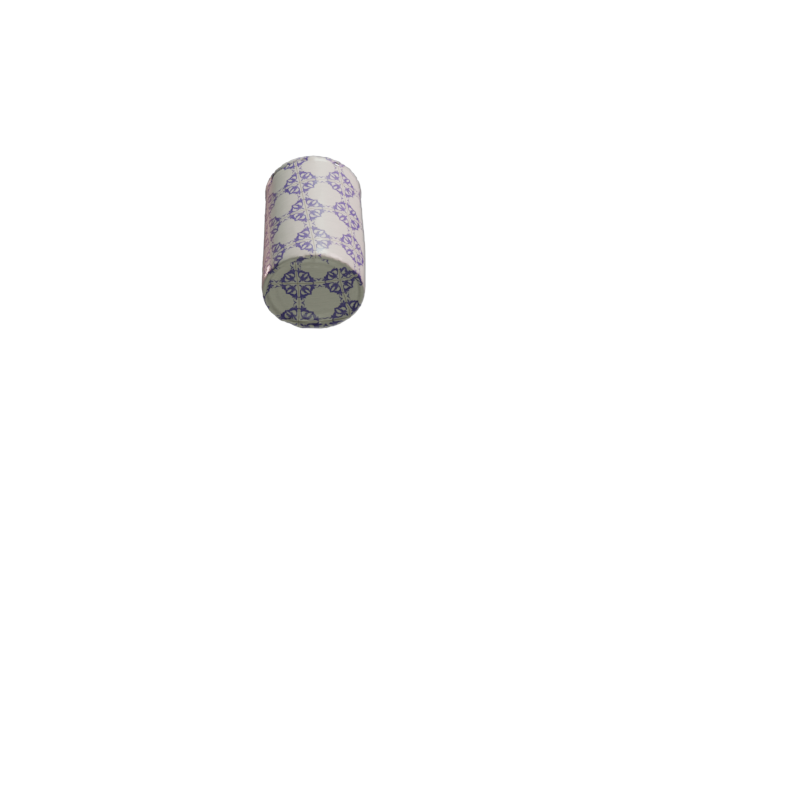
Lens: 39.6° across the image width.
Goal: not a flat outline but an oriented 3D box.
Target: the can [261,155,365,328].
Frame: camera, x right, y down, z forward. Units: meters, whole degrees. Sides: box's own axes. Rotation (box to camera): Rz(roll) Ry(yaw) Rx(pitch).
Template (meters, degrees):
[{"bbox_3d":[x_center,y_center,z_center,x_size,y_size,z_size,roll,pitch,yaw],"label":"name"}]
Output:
[{"bbox_3d":[-0.058,-0.106,0.740,0.068,0.110,0.064,-1,-45,-3],"label":"can"}]
